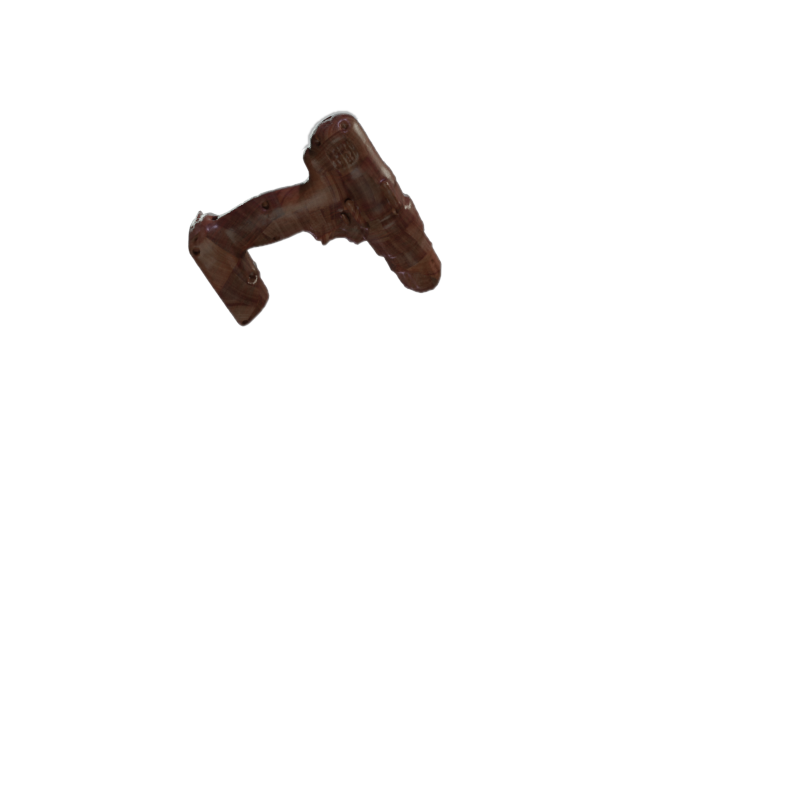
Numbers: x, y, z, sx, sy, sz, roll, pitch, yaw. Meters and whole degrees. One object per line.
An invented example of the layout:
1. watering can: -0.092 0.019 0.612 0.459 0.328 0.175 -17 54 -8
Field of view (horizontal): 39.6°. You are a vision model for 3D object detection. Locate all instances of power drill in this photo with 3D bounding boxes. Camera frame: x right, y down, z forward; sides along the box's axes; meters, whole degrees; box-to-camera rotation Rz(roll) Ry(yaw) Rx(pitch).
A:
1. power drill: -0.076 -0.139 0.973 0.188 0.174 0.061 -27 24 12
